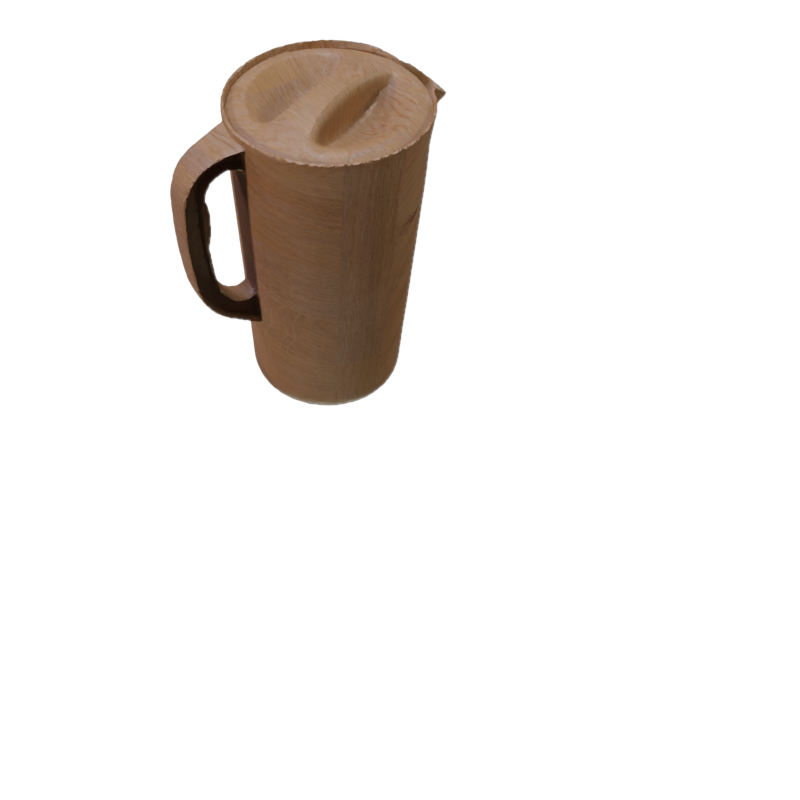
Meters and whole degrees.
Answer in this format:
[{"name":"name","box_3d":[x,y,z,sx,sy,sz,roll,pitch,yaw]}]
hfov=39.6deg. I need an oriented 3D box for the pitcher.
[{"name":"pitcher","box_3d":[-0.059,-0.107,0.749,0.152,0.226,0.153,11,46,8]}]
